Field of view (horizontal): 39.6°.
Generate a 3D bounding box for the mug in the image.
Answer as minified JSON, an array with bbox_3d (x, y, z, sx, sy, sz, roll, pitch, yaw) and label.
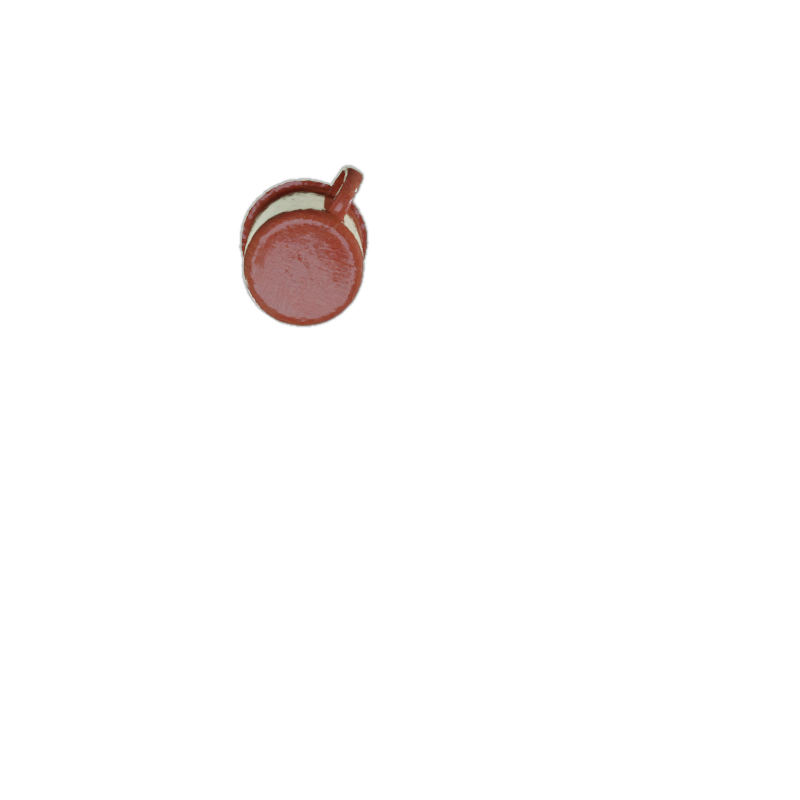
[{"bbox_3d":[-0.060,-0.110,0.771,0.091,0.115,0.085,33,13,-12],"label":"mug"}]
